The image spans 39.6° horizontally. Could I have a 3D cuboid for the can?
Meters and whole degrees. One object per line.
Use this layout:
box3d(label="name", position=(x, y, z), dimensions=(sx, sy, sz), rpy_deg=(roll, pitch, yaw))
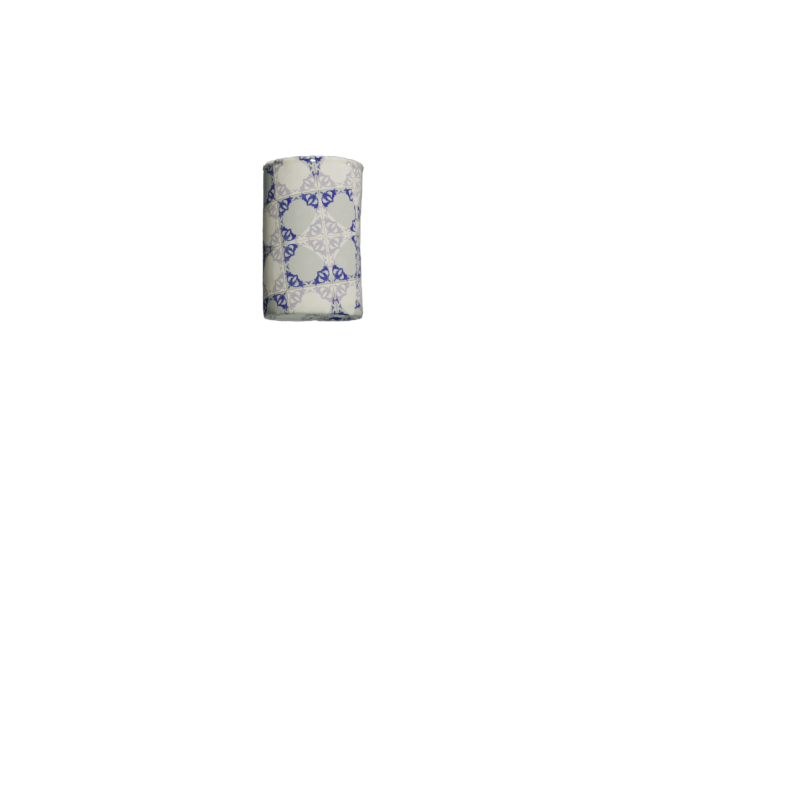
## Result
box3d(label="can", position=(-0.058, -0.105, 0.736), dimensions=(0.068, 0.104, 0.067), rpy_deg=(0, -6, -2))
